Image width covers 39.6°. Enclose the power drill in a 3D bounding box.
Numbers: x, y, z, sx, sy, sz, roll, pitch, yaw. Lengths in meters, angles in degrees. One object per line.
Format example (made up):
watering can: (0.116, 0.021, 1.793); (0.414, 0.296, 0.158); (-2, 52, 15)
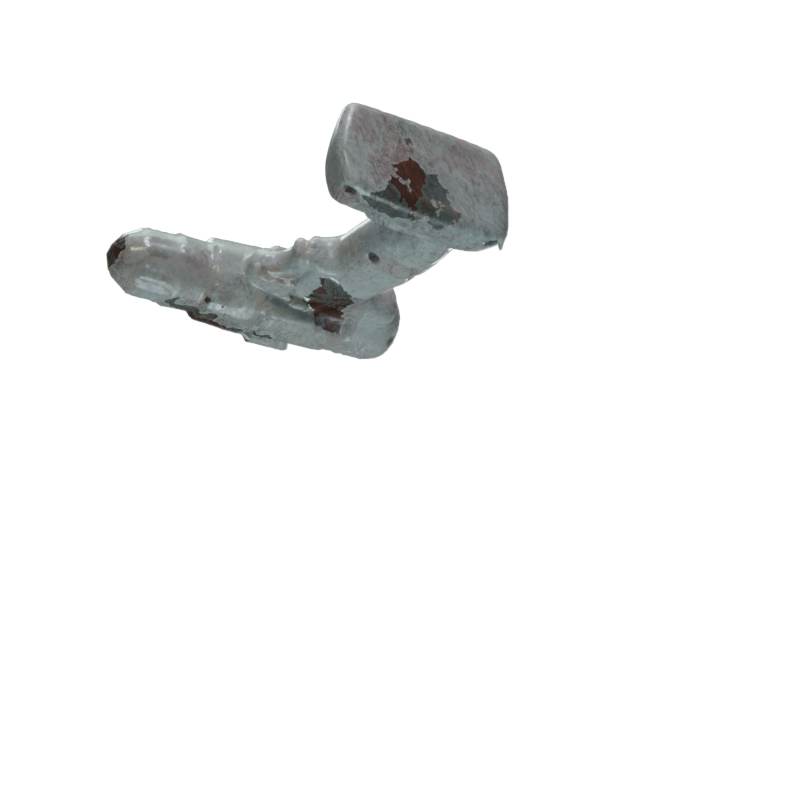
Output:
power drill: (-0.047, -0.086, 0.606); (0.176, 0.061, 0.186); (13, -26, -29)
